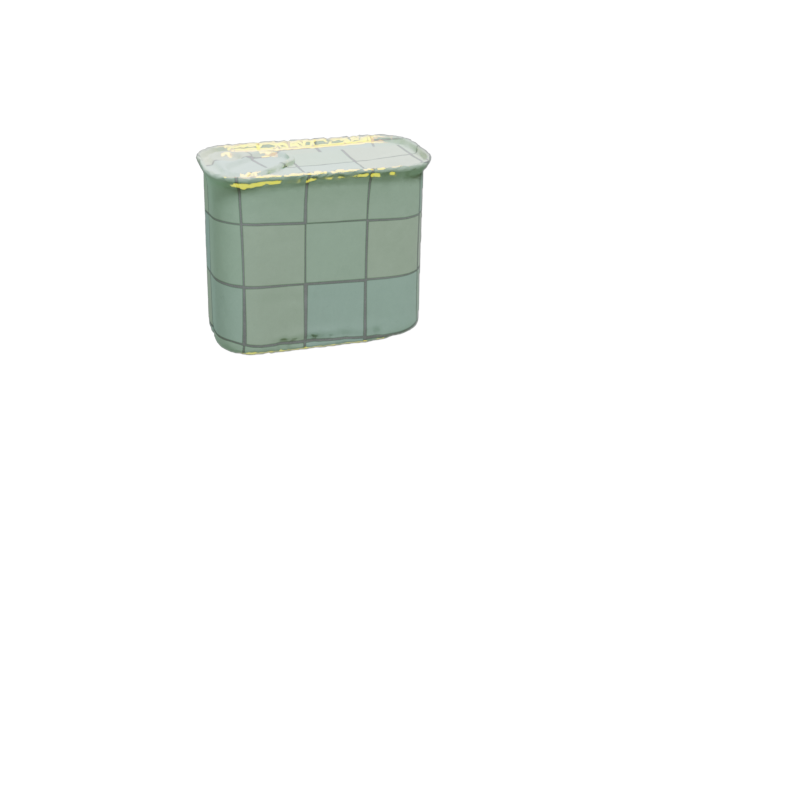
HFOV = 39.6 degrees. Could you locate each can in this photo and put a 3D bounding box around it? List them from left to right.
[{"bbox_3d":[-0.040,-0.072,0.507,0.100,0.080,0.061,-6,24,-15],"label":"can"}]
